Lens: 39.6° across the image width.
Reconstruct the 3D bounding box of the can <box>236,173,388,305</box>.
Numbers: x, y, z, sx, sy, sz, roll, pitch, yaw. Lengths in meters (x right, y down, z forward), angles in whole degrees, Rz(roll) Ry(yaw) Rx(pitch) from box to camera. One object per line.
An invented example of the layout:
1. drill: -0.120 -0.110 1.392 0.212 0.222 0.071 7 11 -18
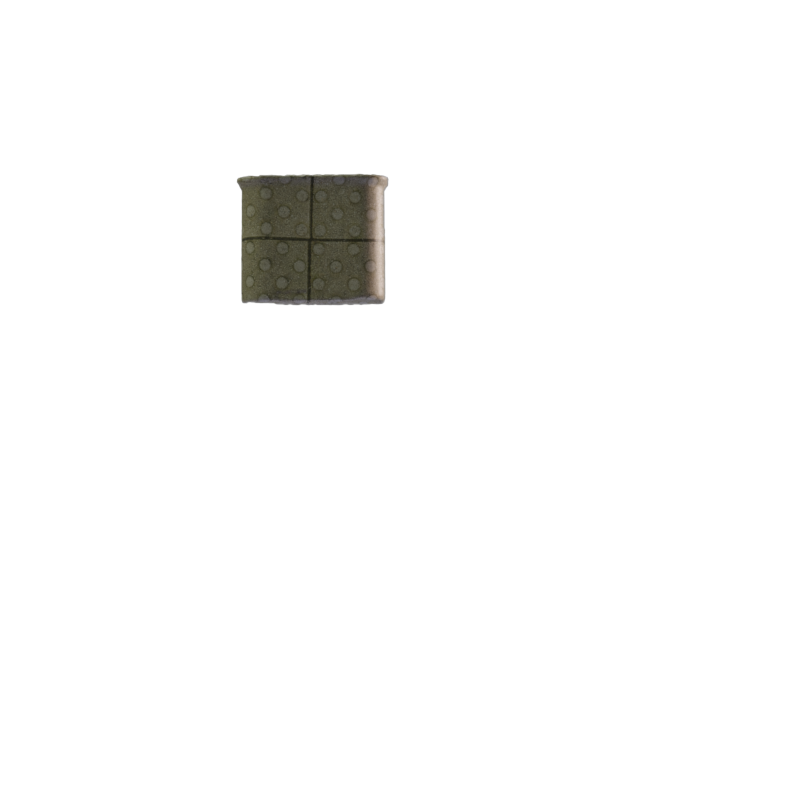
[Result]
1. can: -0.059 -0.107 0.749 0.102 0.085 0.057 0 -3 1
